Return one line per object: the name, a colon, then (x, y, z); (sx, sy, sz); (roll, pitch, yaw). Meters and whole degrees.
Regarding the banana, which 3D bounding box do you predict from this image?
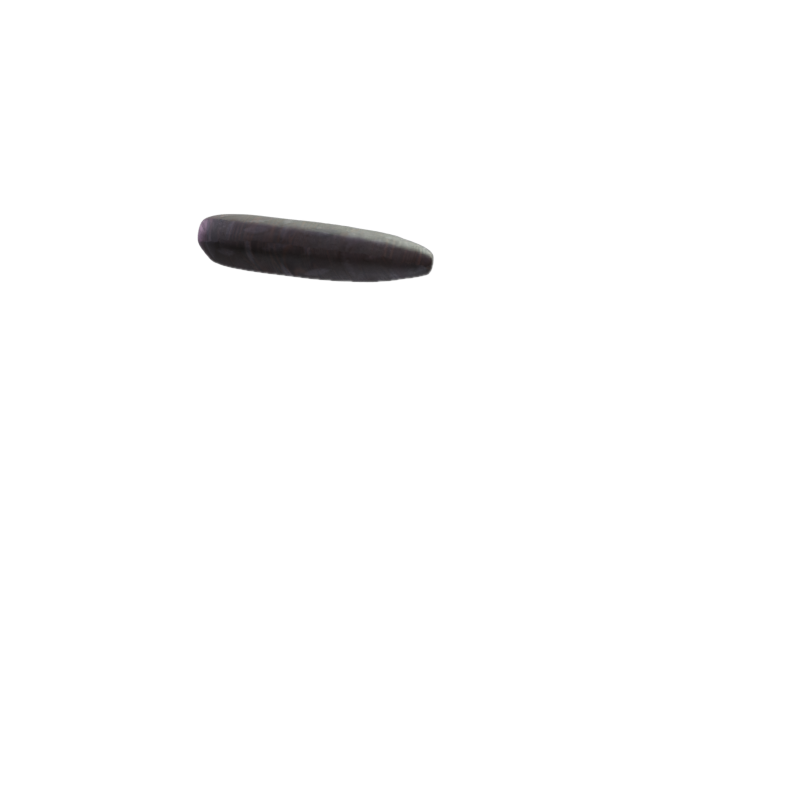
banana: (-0.073, -0.103, 0.733); (0.208, 0.036, 0.068); (14, 20, 41)
